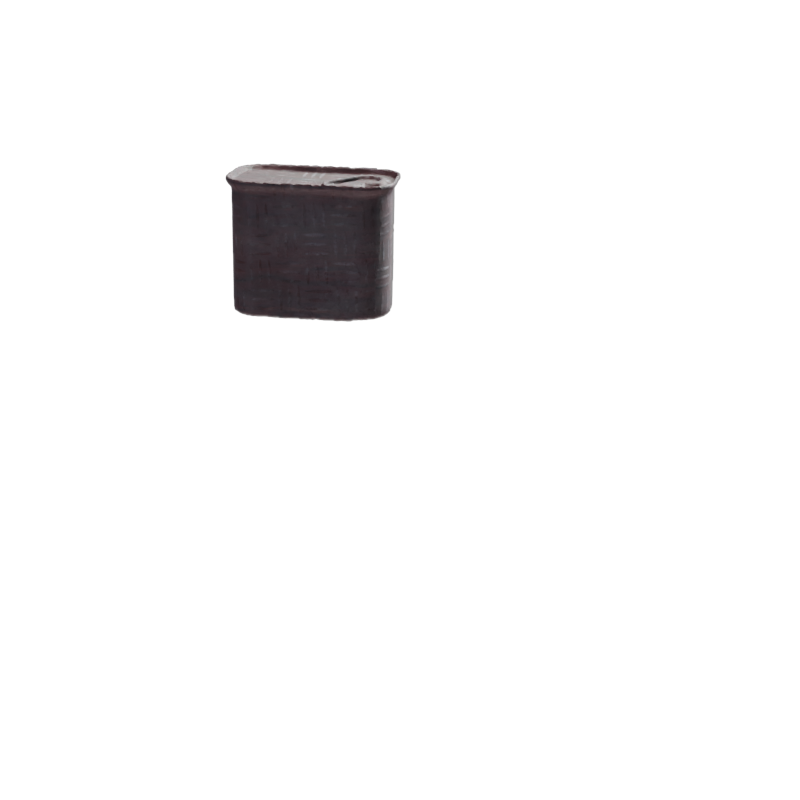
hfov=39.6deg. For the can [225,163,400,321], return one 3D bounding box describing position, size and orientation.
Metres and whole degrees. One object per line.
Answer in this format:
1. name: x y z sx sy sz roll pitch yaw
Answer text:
1. can: -0.052 -0.096 0.672 0.103 0.081 0.059 4 18 10
